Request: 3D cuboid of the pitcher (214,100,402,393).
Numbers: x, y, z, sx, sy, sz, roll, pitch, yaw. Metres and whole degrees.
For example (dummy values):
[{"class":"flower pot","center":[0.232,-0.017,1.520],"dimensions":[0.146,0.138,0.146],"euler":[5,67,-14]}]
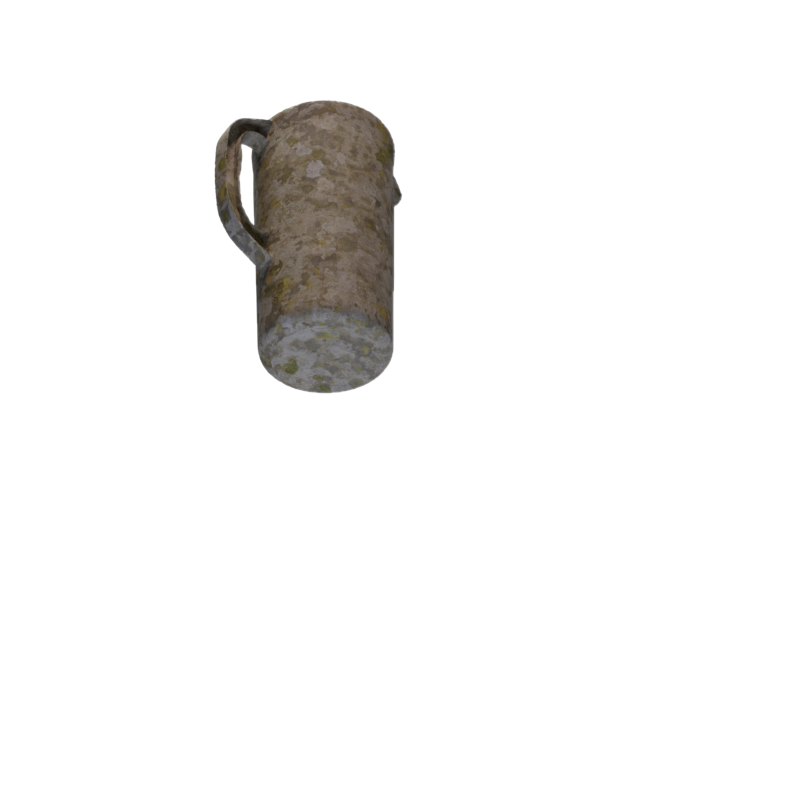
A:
[{"class":"pitcher","center":[-0.074,-0.135,0.947],"dimensions":[0.150,0.261,0.134],"euler":[-8,-39,6]}]
